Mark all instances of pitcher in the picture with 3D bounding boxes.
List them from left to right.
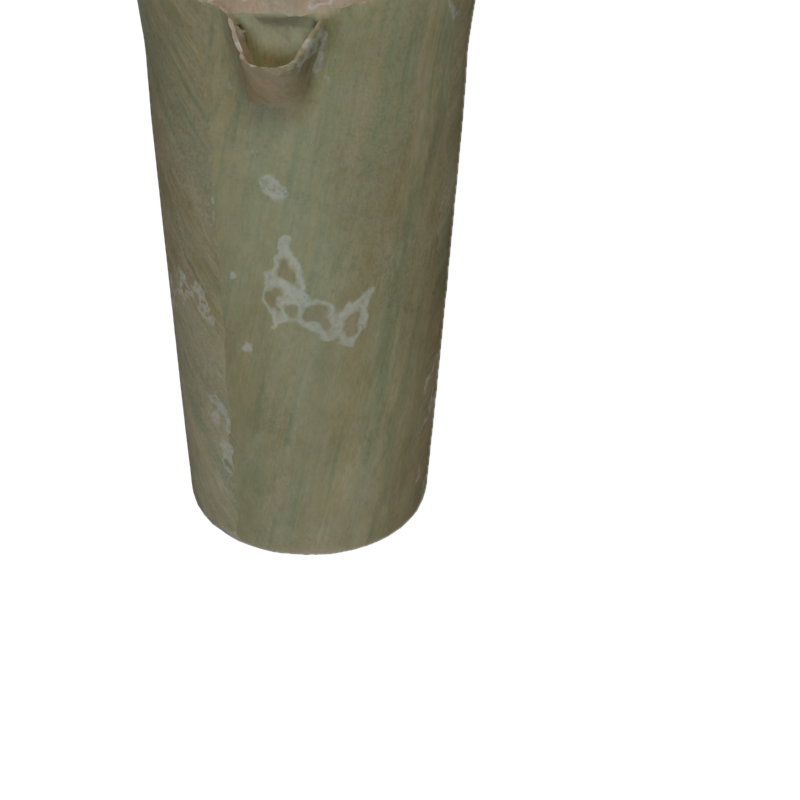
[{"bbox_3d":[-0.038,-0.069,0.482,0.147,0.231,0.155,-17,29,-37],"label":"pitcher"}]
